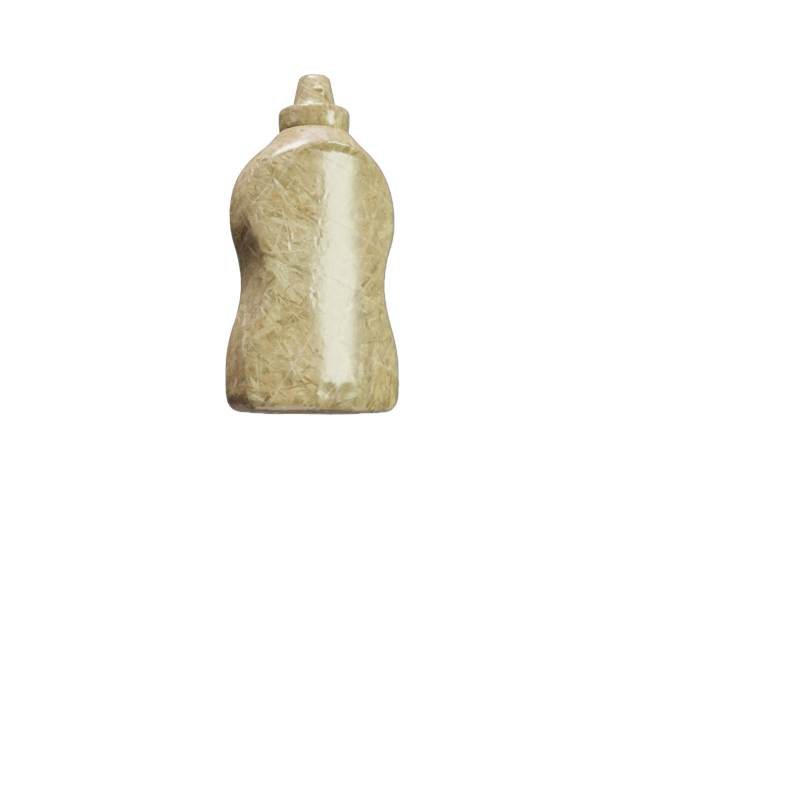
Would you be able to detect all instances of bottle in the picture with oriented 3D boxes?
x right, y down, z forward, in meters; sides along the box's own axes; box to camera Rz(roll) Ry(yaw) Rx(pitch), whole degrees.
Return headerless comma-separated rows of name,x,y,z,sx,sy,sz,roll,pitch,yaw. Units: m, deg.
bottle,-0.049,-0.089,0.625,0.093,0.196,0.059,4,-10,-26
